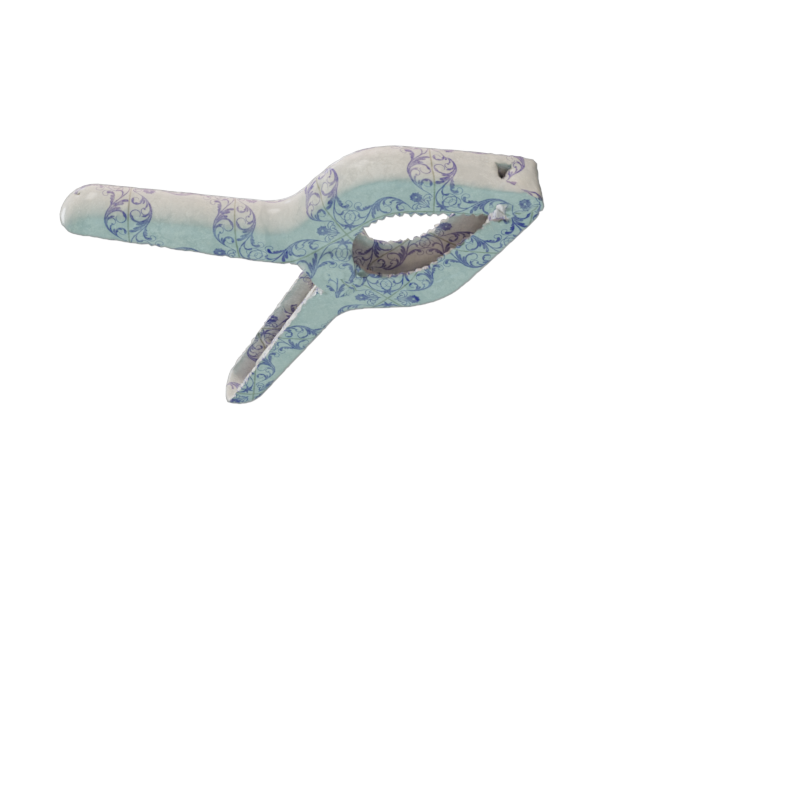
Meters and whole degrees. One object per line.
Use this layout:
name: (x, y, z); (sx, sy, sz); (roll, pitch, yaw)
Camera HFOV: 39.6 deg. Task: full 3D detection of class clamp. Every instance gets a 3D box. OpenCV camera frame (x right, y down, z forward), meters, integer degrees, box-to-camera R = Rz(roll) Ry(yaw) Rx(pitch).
clamp: (-0.040, -0.074, 0.516); (0.211, 0.039, 0.152); (-20, -42, 24)
